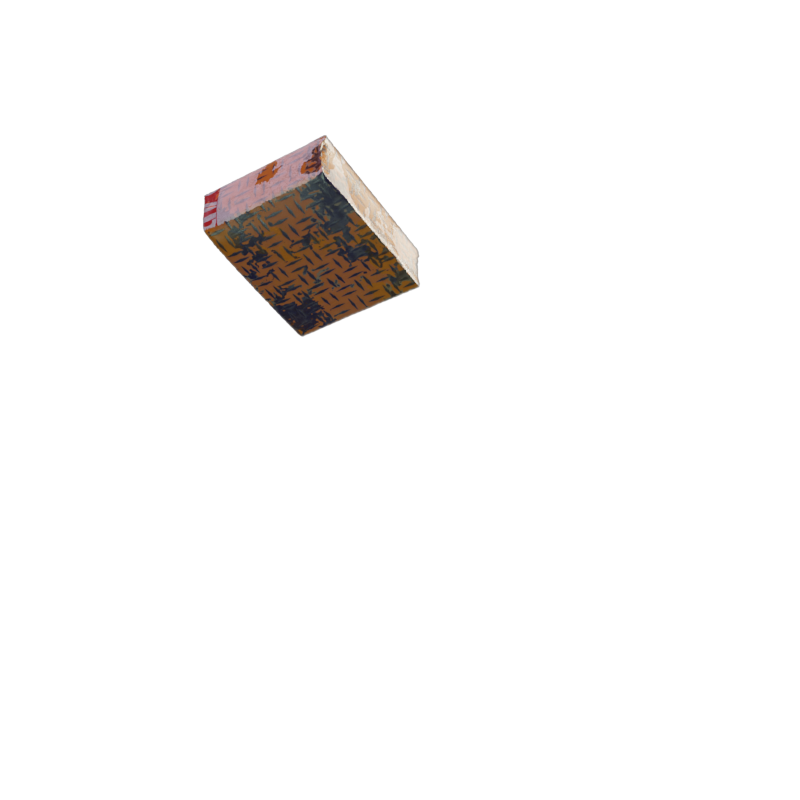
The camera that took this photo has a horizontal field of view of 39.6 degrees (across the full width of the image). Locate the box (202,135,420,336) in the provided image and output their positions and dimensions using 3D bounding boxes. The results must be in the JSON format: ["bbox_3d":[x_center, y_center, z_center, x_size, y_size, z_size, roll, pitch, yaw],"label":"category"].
[{"bbox_3d":[-0.053,-0.097,0.678,0.090,0.042,0.105,-23,-47,23],"label":"box"}]
